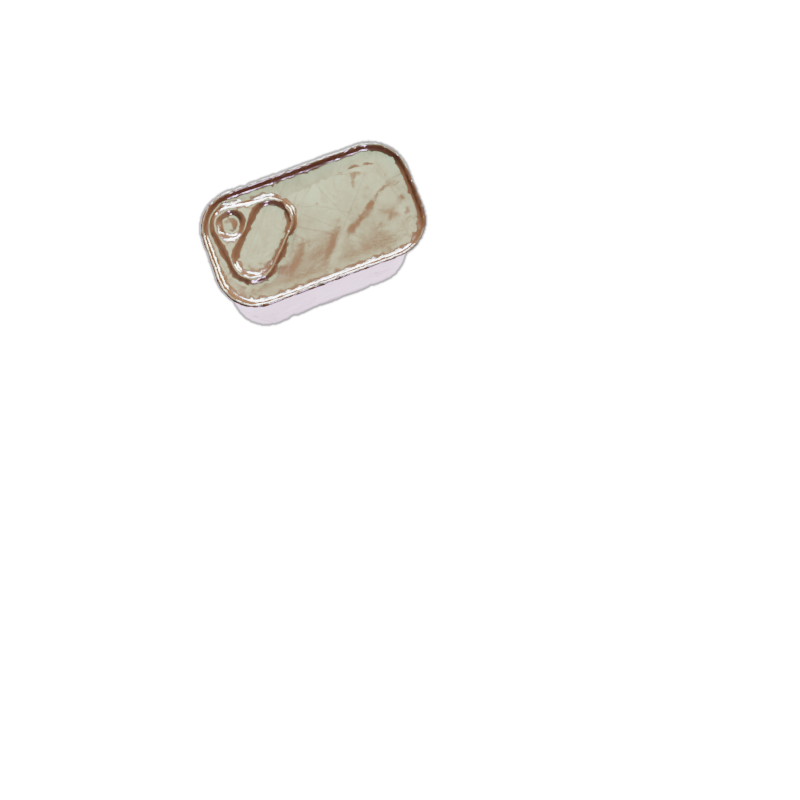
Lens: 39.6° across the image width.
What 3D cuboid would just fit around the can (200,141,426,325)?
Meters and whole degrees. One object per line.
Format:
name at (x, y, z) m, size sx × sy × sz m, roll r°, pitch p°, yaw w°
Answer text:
can at (-0.043, -0.079, 0.551) m, size 0.102 × 0.059 × 0.082 m, roll -21°, pitch -5°, yaw -5°
